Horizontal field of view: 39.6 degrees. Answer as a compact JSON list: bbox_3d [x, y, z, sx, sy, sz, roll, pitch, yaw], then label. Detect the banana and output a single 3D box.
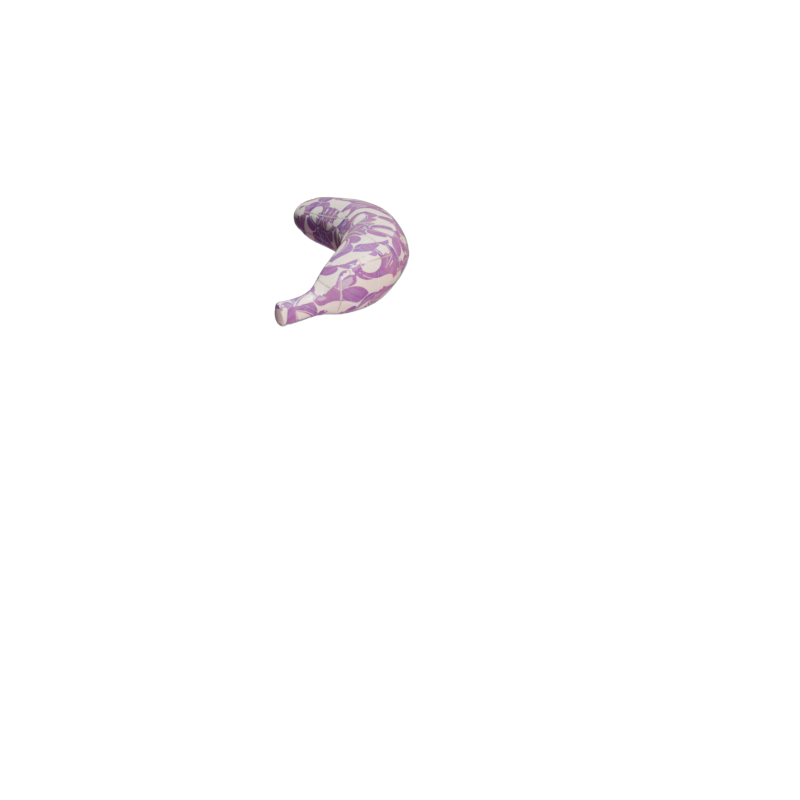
[{"bbox_3d":[-0.031,-0.088,0.626,0.069,0.035,0.206,0,21,-1],"label":"banana"}]
